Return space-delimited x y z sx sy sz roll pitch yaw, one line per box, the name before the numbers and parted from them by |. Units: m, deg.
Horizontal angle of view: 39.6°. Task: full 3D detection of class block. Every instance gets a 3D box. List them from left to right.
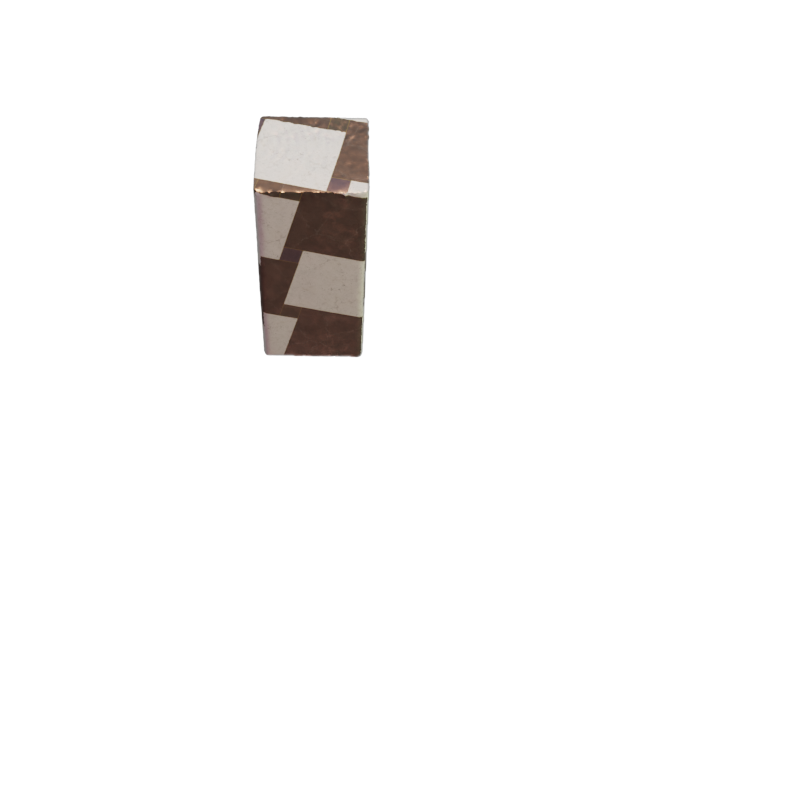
block | -0.074 -0.134 0.943 0.091 0.097 0.192 2 -39 -2
